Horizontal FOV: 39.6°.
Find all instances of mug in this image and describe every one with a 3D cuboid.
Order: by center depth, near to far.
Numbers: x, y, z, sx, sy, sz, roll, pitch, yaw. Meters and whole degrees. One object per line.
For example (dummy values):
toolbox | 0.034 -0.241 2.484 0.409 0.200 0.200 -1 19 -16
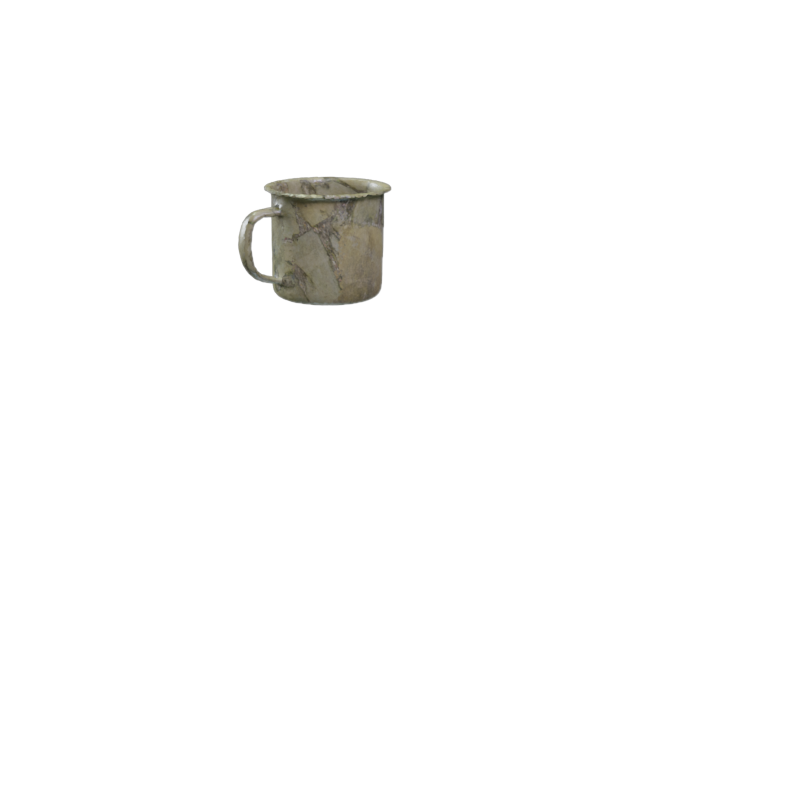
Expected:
mug | -0.063 -0.116 0.809 0.114 0.079 0.099 -10 19 -32
